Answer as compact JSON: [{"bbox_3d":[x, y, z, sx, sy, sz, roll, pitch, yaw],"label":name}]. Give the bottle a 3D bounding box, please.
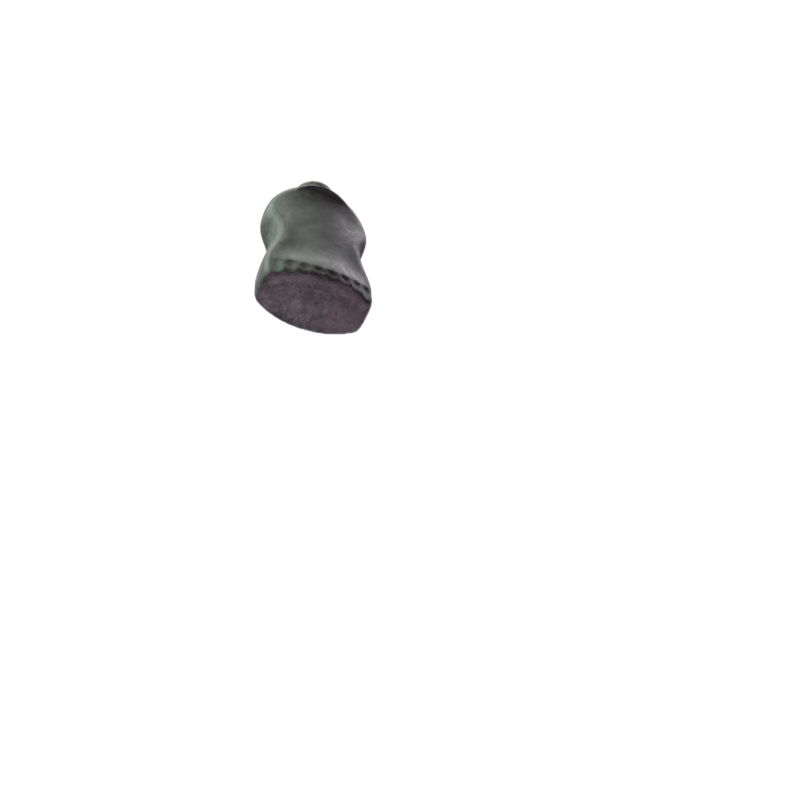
[{"bbox_3d":[-0.077,-0.140,0.982,0.094,0.056,0.205,14,36,-14],"label":"bottle"}]
